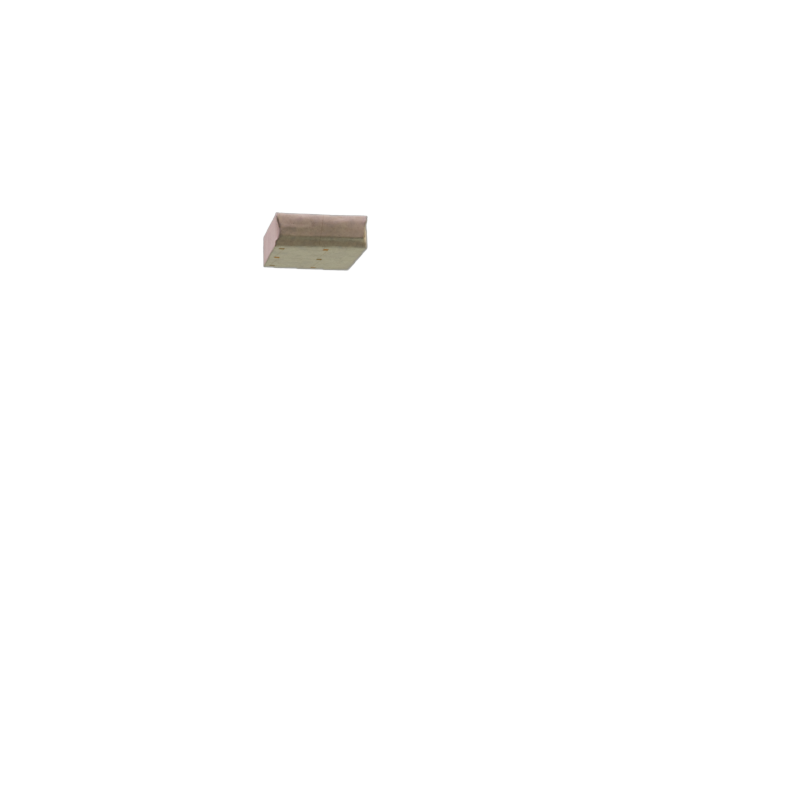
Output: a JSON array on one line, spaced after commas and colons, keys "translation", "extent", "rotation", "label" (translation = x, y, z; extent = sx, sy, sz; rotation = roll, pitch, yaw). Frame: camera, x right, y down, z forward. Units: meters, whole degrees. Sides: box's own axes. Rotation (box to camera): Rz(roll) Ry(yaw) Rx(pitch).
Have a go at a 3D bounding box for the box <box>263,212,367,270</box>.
[{"translation": [-0.069, -0.127, 0.887], "extent": [0.072, 0.031, 0.088], "rotation": [1, -6, -11], "label": "box"}]
